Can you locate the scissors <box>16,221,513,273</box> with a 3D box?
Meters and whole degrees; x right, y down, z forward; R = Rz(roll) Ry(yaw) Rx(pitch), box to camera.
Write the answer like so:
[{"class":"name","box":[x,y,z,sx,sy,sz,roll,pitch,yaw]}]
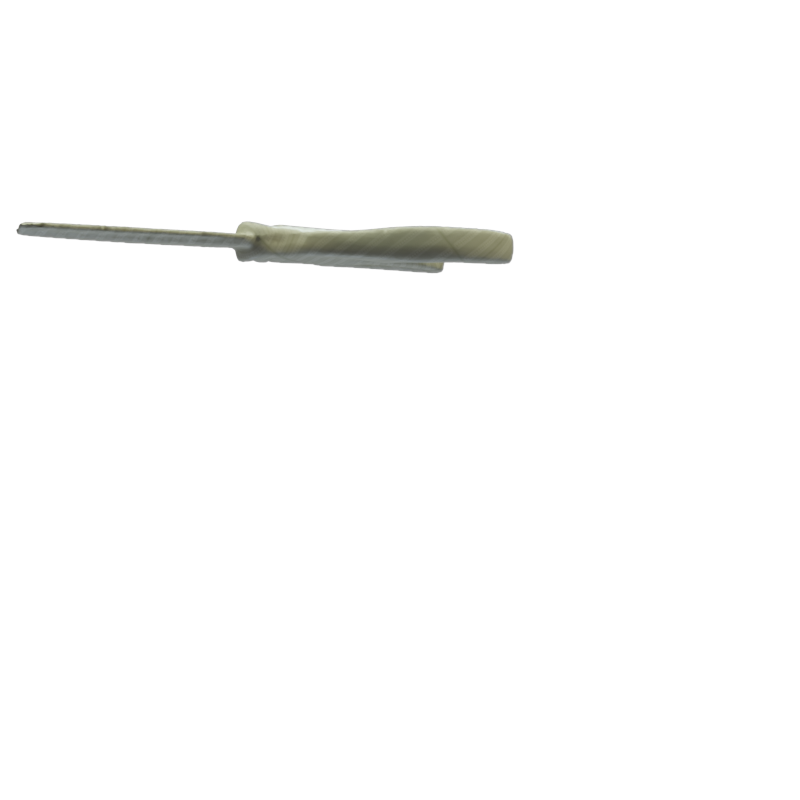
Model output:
[{"class":"scissors","box":[-0.033,-0.060,0.420,0.100,0.016,0.194,2,4,36]}]
